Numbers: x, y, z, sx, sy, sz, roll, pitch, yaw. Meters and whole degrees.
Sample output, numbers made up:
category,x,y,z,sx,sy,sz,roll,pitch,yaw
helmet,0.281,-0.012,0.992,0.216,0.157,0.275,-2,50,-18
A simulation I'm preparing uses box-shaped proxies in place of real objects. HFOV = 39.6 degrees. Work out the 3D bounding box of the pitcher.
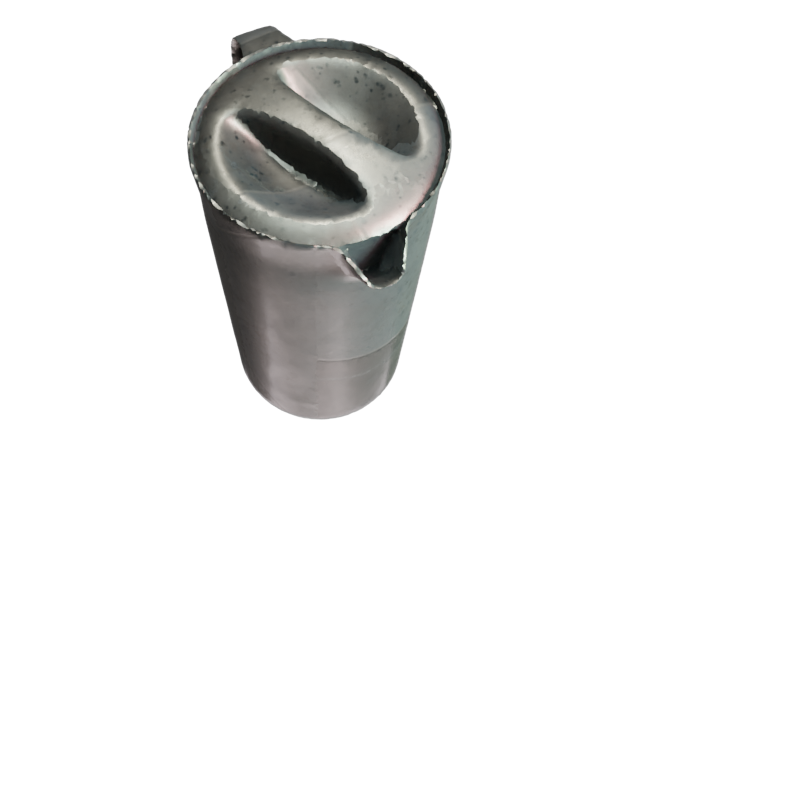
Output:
category,x,y,z,sx,sy,sz,roll,pitch,yaw
pitcher,-0.051,-0.094,0.657,0.147,0.156,0.229,18,-28,6
